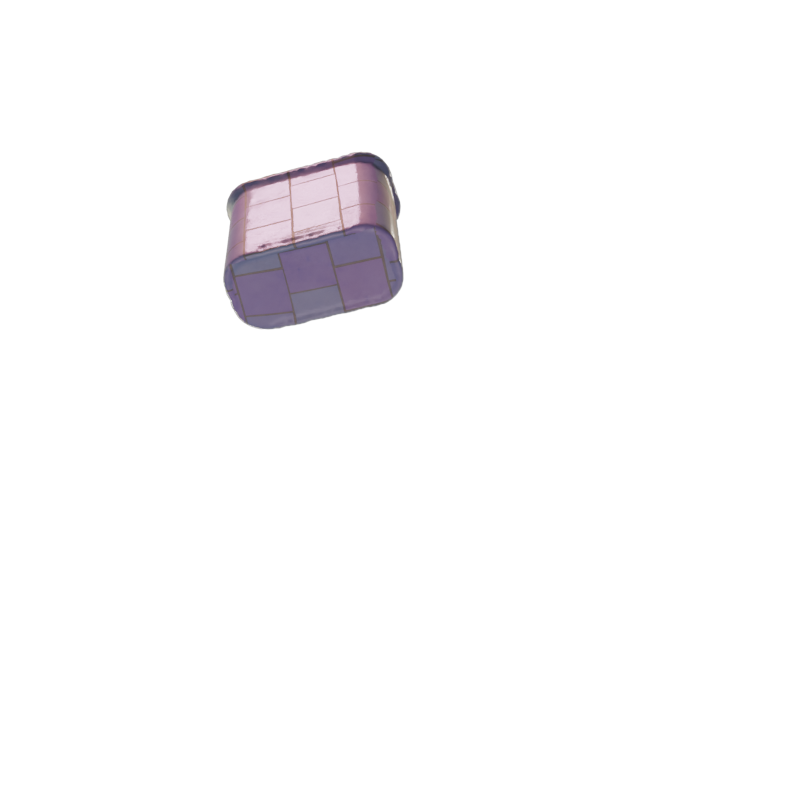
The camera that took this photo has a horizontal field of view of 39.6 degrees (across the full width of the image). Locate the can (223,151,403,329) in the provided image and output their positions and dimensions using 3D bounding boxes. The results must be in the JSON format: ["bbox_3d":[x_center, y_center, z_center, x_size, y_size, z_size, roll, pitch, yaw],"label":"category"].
[{"bbox_3d":[-0.049,-0.090,0.632,0.102,0.053,0.089,-14,34,7],"label":"can"}]
